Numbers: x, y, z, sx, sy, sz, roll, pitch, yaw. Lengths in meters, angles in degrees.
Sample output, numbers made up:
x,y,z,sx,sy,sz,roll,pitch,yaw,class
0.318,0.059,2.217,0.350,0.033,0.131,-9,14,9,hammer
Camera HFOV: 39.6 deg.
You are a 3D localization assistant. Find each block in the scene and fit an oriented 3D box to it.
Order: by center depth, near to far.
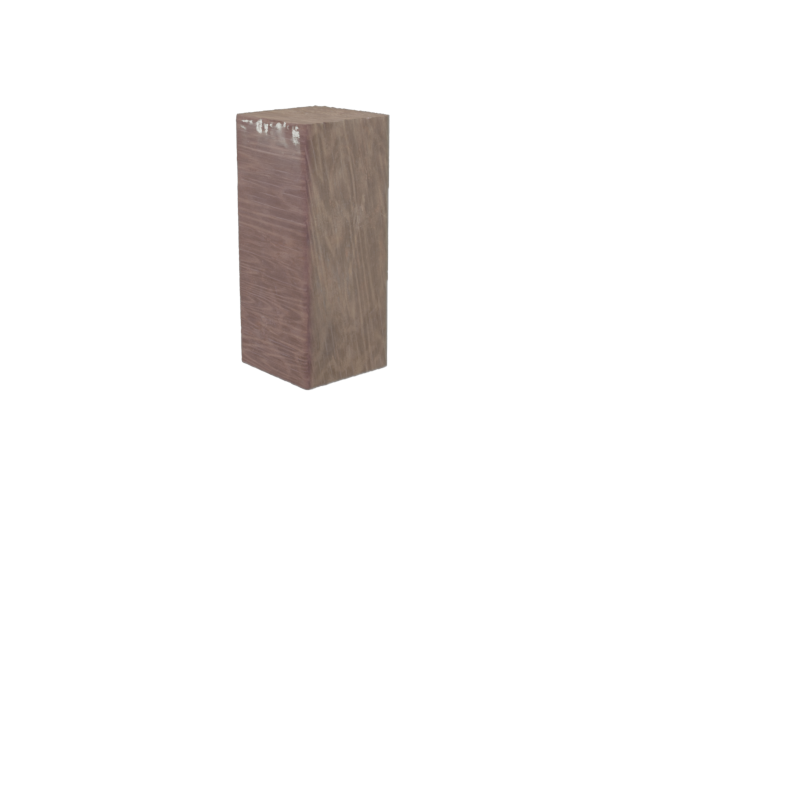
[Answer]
x,y,z,sx,sy,sz,roll,pitch,yaw,class
-0.070,-0.127,0.888,0.088,0.199,0.096,-13,21,-41,block
